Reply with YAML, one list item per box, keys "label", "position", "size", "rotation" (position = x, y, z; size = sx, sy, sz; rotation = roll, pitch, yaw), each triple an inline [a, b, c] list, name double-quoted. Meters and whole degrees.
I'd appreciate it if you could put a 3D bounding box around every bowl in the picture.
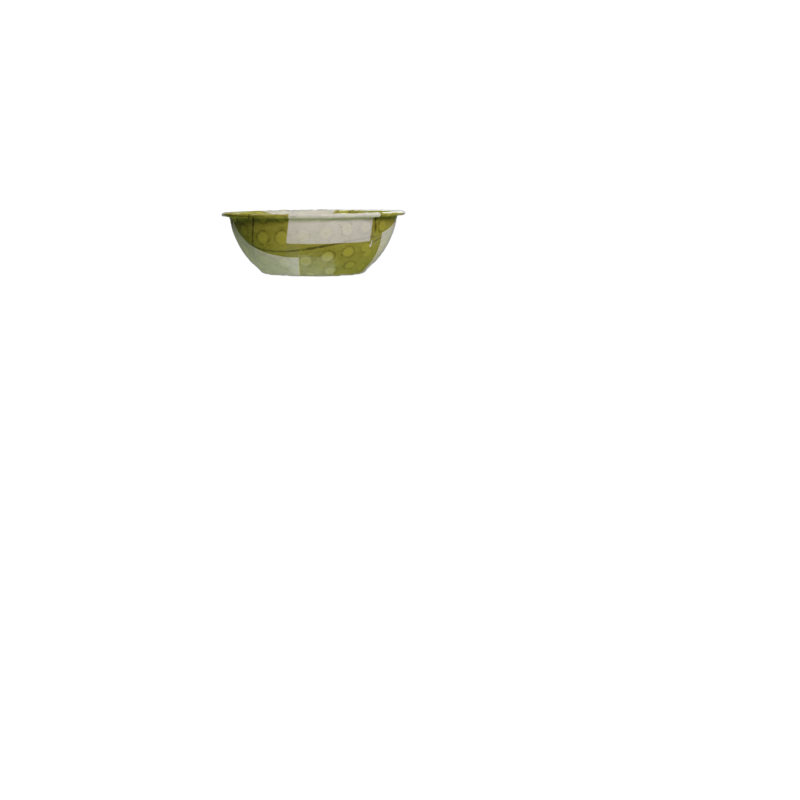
- label: "bowl"
  position: [-0.076, -0.139, 0.977]
  size: [0.162, 0.054, 0.165]
  rotation: [0, 10, -2]
